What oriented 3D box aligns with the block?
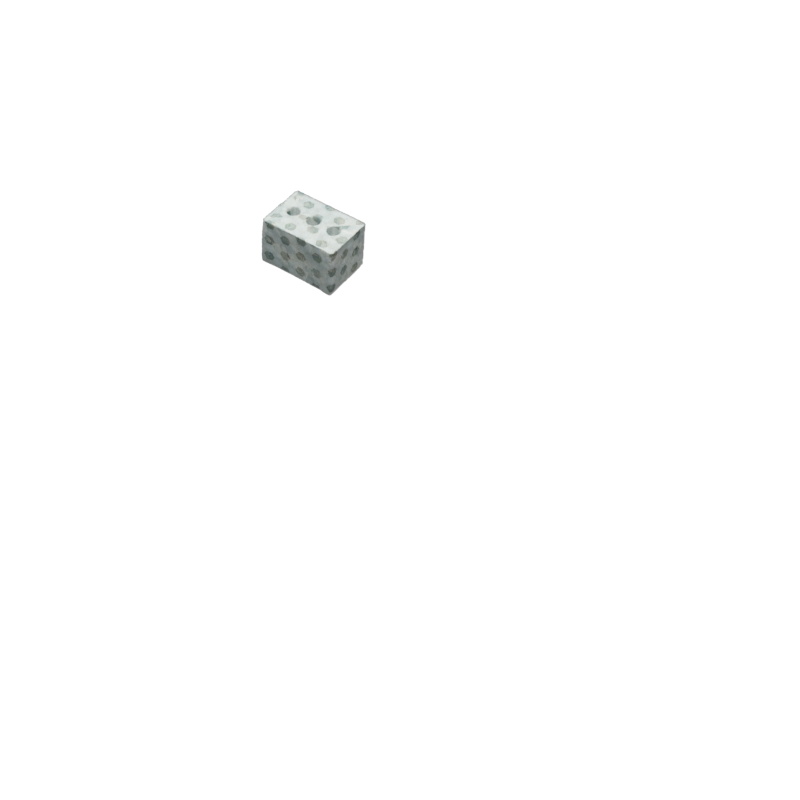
[{"bbox_3d":[-0.077,-0.140,0.978,0.082,0.048,0.054,28,51,23],"label":"block"}]
